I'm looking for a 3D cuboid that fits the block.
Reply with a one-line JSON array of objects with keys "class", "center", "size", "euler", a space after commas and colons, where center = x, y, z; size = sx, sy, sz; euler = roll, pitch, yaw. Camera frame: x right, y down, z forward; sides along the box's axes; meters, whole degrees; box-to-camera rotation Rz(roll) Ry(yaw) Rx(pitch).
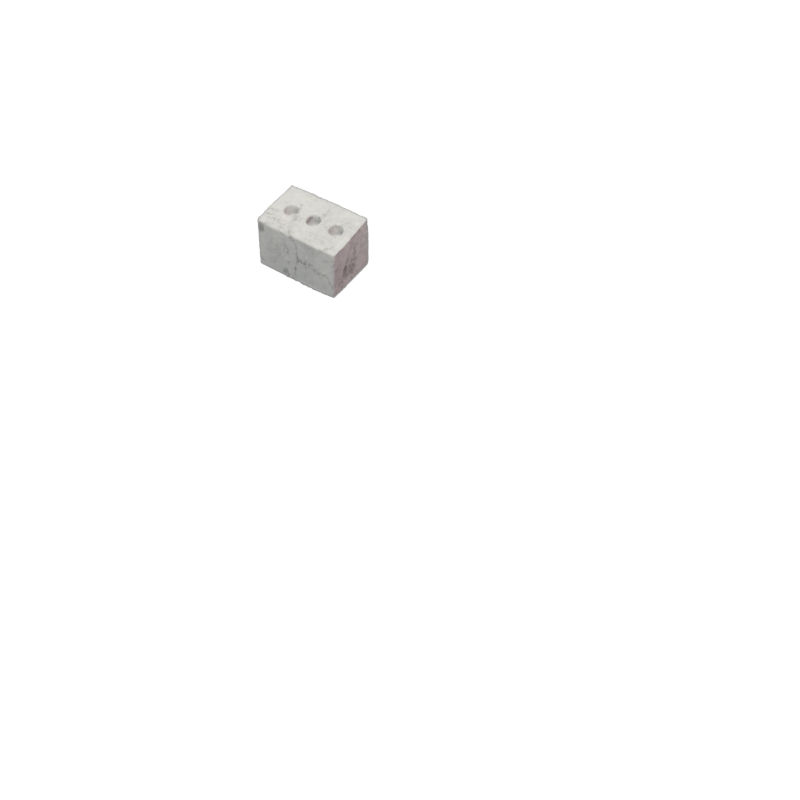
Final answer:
[{"class": "block", "center": [-0.072, -0.130, 0.913], "size": [0.082, 0.048, 0.054], "euler": [26, 52, 21]}]
